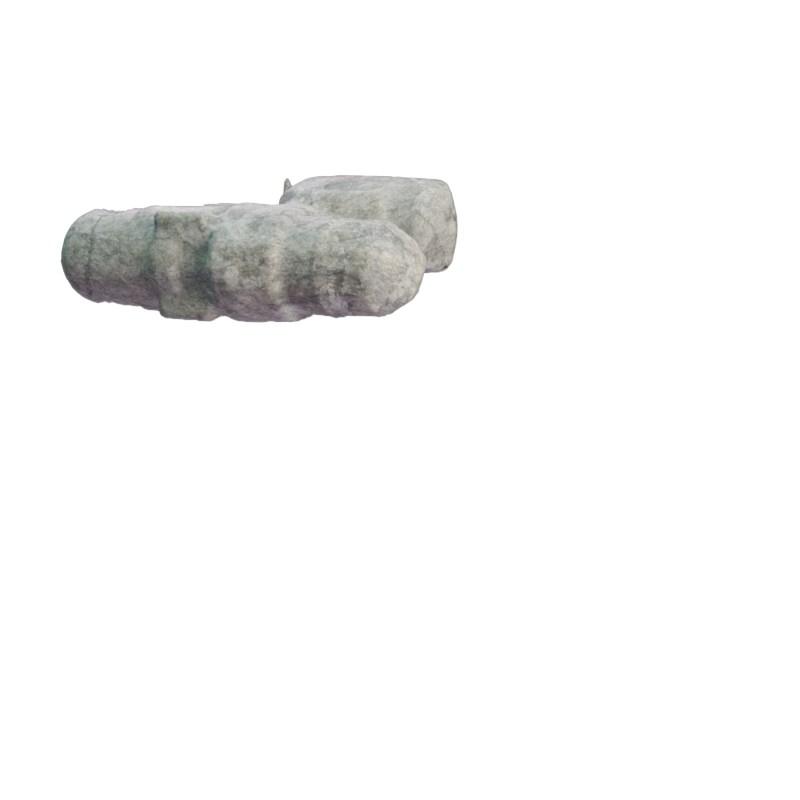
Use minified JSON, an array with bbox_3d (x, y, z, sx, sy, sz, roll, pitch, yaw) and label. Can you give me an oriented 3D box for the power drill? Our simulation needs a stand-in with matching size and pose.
[{"bbox_3d":[-0.043,-0.078,0.549,0.192,0.056,0.185,8,15,29],"label":"power drill"}]
